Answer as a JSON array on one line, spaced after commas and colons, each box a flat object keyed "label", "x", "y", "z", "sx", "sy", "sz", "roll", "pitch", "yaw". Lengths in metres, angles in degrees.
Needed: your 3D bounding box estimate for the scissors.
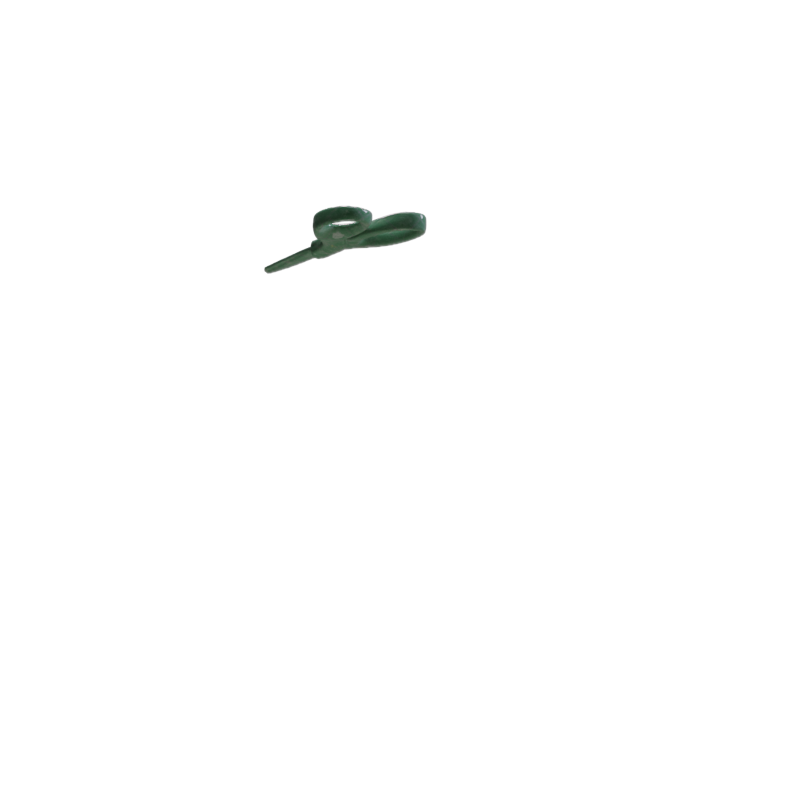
[{"label": "scissors", "x": -0.071, "y": -0.129, "z": 0.907, "sx": 0.207, "sy": 0.016, "sz": 0.091, "roll": -7, "pitch": -11, "yaw": 40}]
